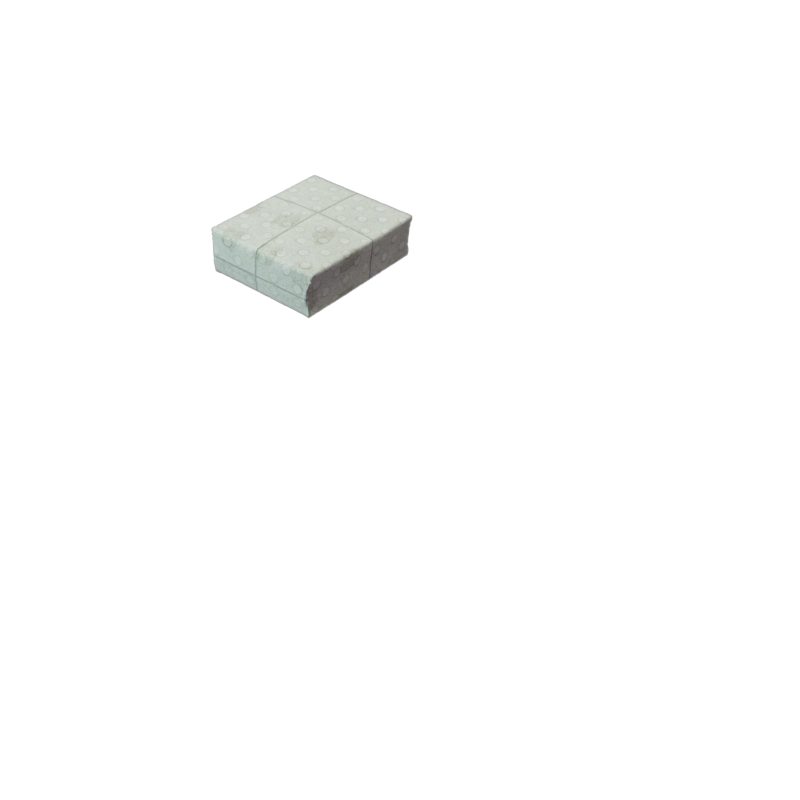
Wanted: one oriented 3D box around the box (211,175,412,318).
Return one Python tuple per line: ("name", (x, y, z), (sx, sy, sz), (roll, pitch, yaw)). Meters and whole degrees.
("box", (-0.060, -0.109, 0.765), (0.095, 0.036, 0.114), (25, 43, 29))
